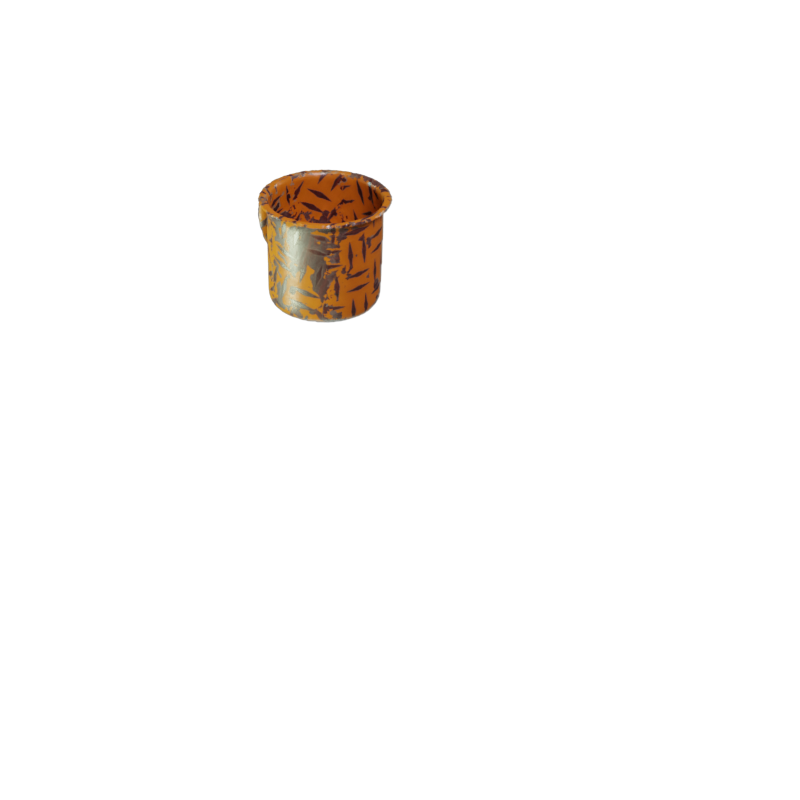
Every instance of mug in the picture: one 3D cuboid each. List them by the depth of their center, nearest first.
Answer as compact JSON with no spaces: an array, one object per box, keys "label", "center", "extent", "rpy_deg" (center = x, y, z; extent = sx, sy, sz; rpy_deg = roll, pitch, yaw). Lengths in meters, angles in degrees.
[{"label":"mug","center":[-0.062,-0.114,0.797],"extent":[0.125,0.077,0.093],"rpy_deg":[29,41,36]}]
